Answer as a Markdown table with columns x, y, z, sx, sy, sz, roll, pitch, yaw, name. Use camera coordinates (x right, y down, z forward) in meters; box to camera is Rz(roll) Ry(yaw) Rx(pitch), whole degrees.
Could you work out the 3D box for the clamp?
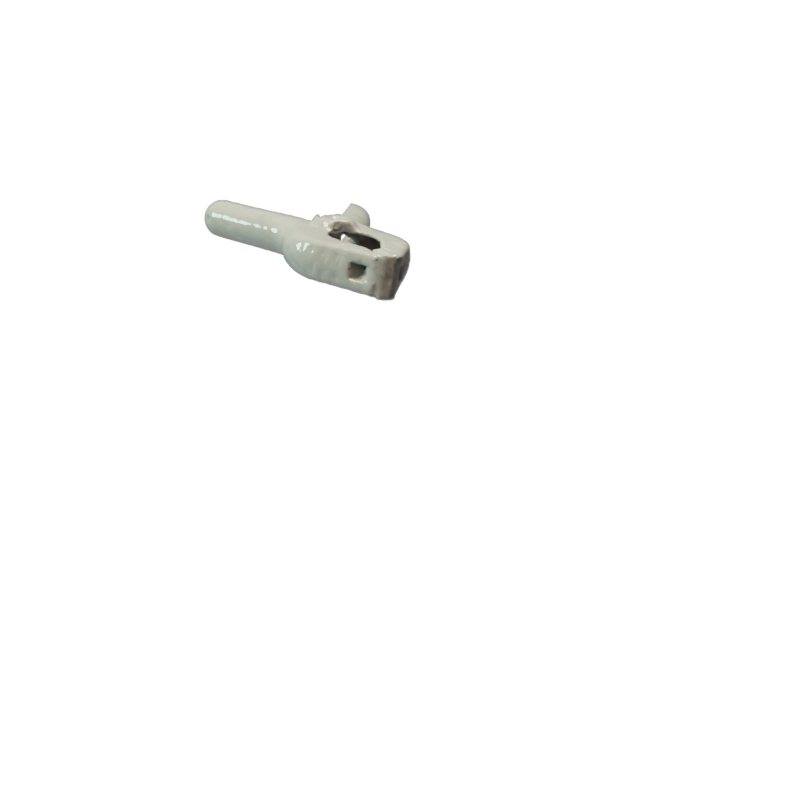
| x | y | z | sx | sy | sz | roll | pitch | yaw | name |
| --- | --- | --- | --- | --- | --- | --- | --- | --- | --- |
| -0.055 | -0.101 | 0.707 | 0.118 | 0.038 | 0.181 | -6 | 20 | -17 | clamp |
